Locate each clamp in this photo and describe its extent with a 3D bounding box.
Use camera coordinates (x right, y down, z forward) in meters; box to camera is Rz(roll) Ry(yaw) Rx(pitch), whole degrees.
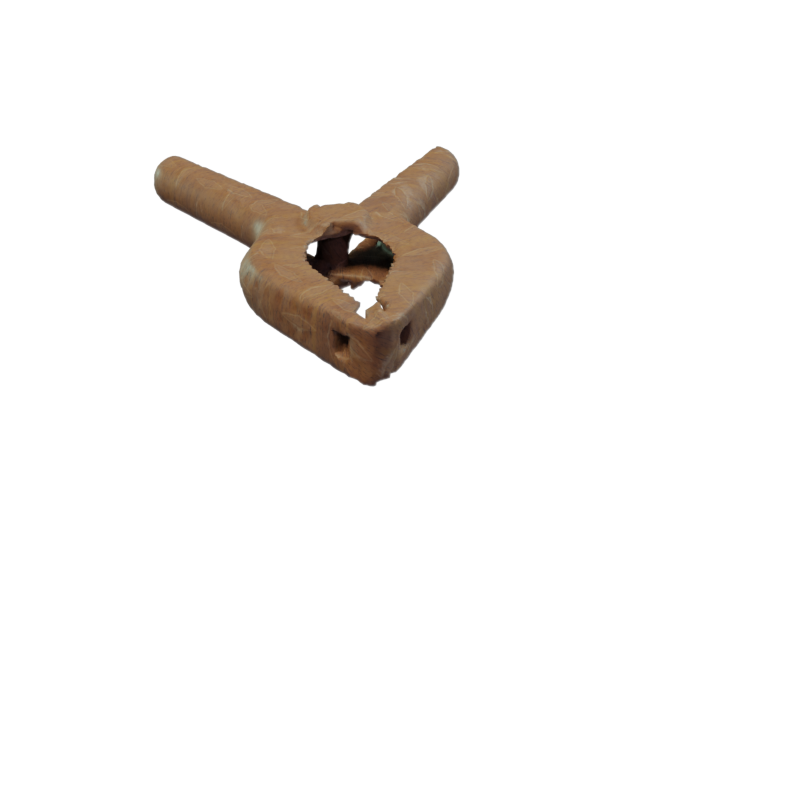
[{"bbox_3d":[-0.041,-0.075,0.522,0.164,0.034,0.224,-2,32,-4],"label":"clamp"}]
